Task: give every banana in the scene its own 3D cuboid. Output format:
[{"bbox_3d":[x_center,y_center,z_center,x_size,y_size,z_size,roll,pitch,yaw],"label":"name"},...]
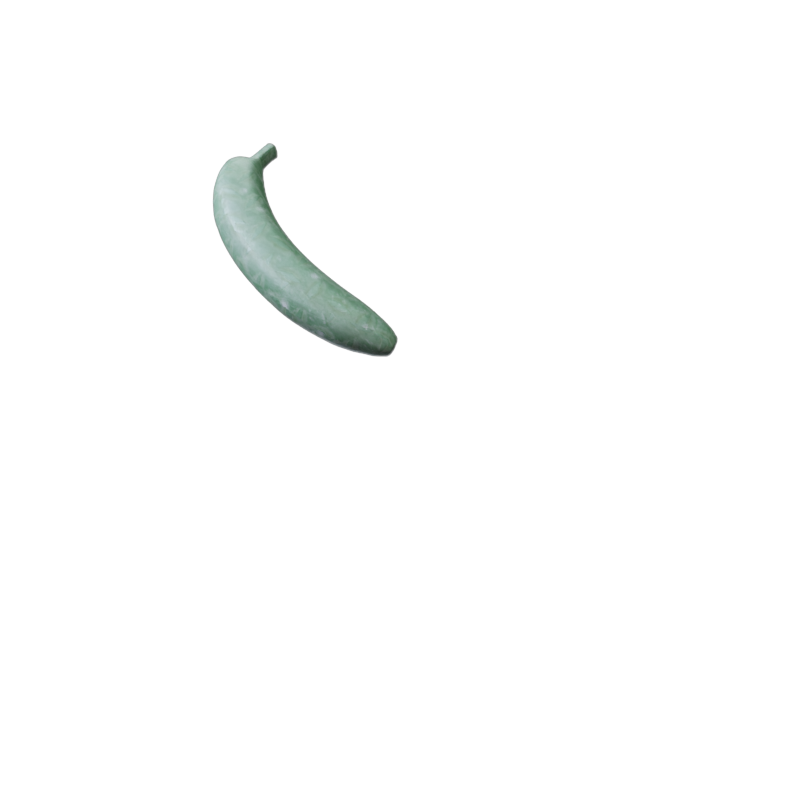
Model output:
[{"bbox_3d":[-0.074,-0.099,0.714,0.069,0.213,0.034,-21,-34,-15],"label":"banana"}]
